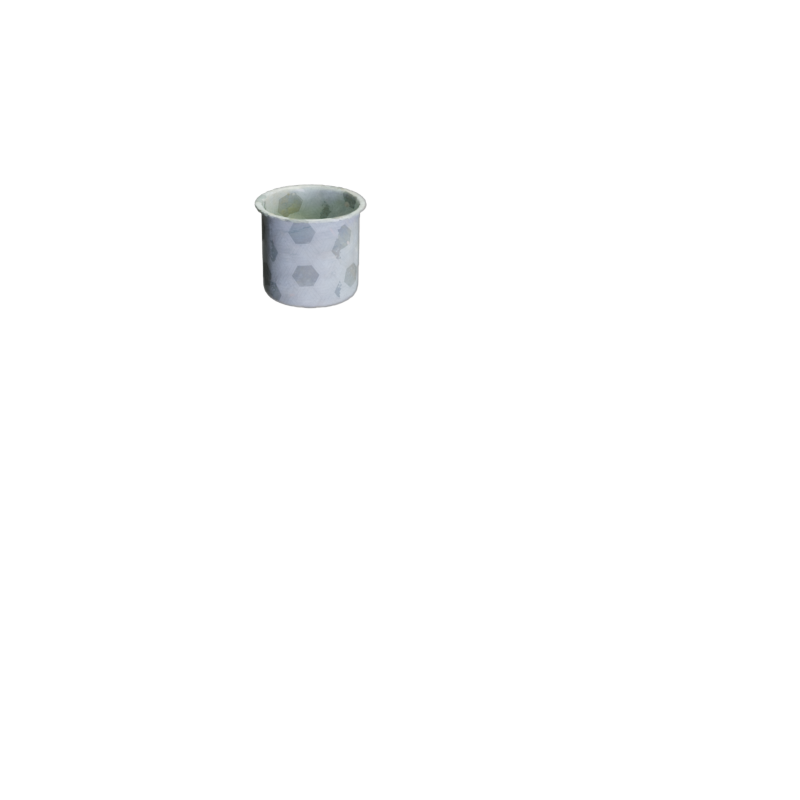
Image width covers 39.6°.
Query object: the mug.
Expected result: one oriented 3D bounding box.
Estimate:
[{"bbox_3d":[-0.074,-0.135,0.945,0.094,0.077,0.122,4,27,7],"label":"mug"}]
